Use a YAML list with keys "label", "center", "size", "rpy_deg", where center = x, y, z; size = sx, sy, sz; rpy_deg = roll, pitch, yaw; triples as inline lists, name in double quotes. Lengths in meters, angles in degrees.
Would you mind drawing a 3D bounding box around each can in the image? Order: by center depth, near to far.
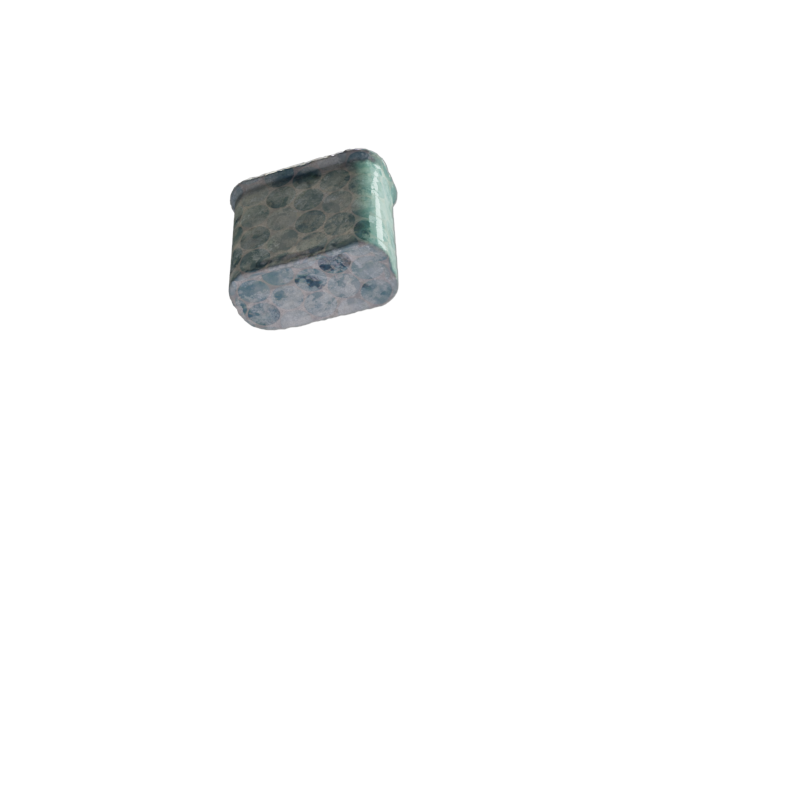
- label: "can"
  center: [-0.052, -0.094, 0.661]
  size: [0.103, 0.090, 0.053]
  rpy_deg: [-14, -45, 12]
